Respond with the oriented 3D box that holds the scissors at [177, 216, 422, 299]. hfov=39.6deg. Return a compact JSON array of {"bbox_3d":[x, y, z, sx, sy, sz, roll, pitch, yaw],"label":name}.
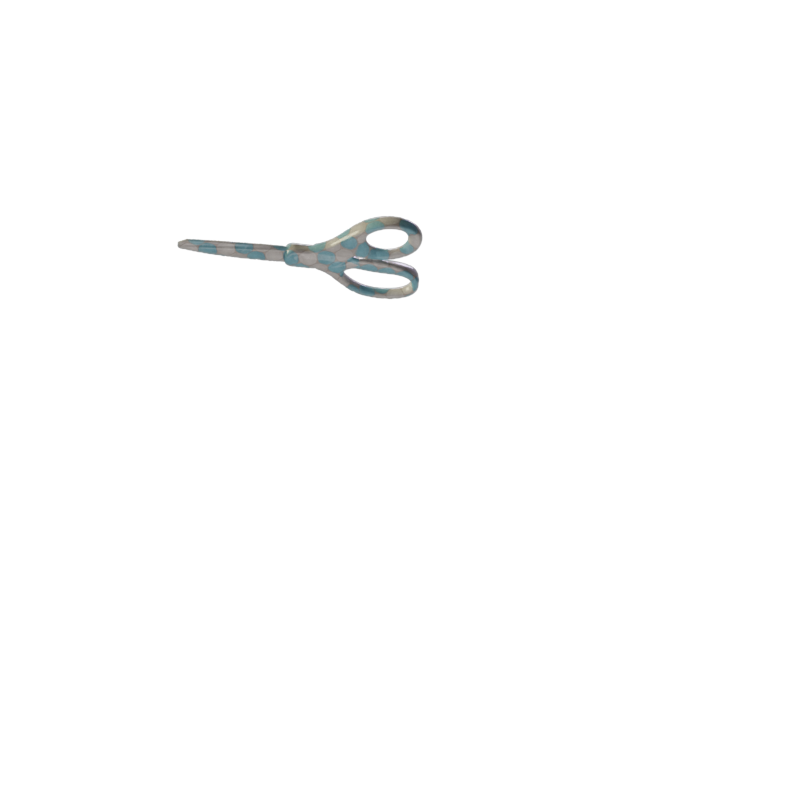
[{"bbox_3d":[-0.070,-0.128,0.899,0.196,0.017,0.092,15,-44,-17],"label":"scissors"}]
